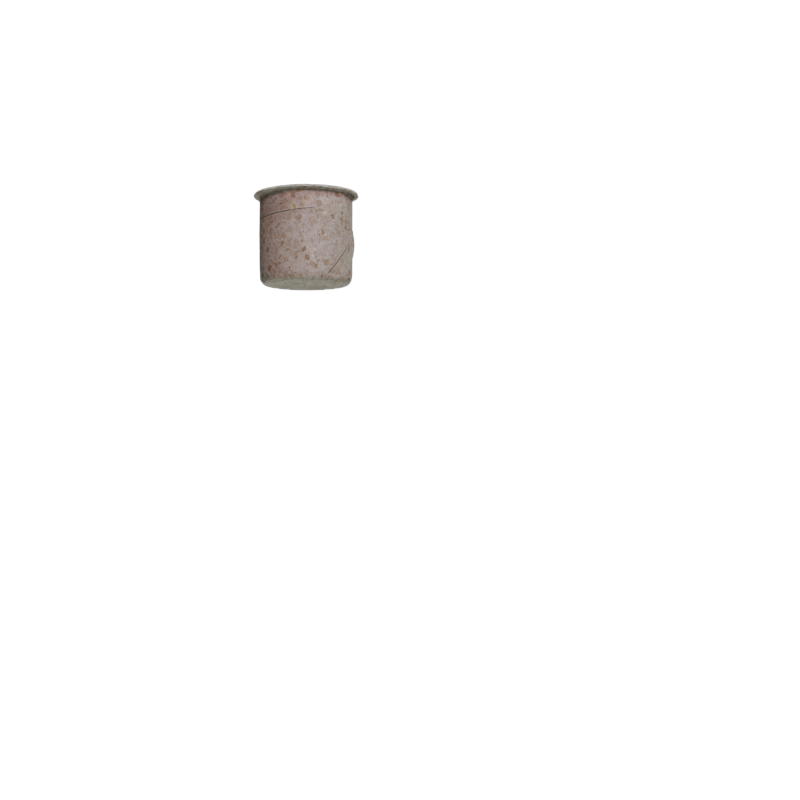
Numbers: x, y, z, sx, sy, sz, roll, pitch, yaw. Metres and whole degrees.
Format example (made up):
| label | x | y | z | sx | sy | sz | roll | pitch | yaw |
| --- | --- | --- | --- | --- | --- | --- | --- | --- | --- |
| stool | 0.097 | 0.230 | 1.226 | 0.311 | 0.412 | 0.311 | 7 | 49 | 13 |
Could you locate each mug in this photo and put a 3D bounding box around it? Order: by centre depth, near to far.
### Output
| label | x | y | z | sx | sy | sz | roll | pitch | yaw |
| --- | --- | --- | --- | --- | --- | --- | --- | --- | --- |
| mug | -0.077 | -0.141 | 0.990 | 0.096 | 0.083 | 0.112 | -3 | -5 | 30 |
